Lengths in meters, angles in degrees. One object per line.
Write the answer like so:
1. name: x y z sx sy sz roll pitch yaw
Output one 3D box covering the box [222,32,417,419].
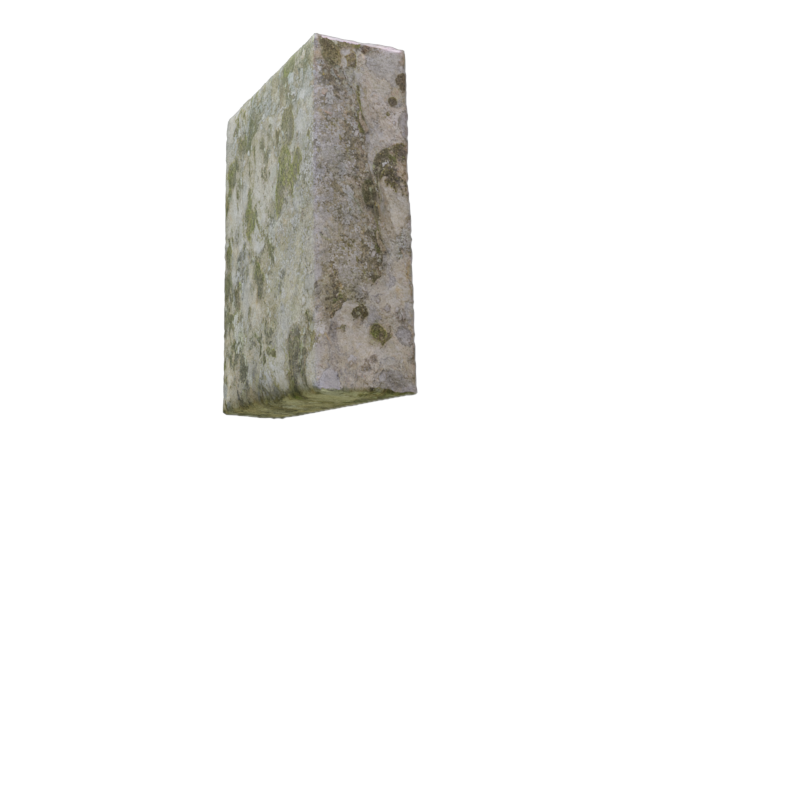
1. box: -0.056 -0.102 0.712 0.069 0.221 0.165 6 -13 -26
